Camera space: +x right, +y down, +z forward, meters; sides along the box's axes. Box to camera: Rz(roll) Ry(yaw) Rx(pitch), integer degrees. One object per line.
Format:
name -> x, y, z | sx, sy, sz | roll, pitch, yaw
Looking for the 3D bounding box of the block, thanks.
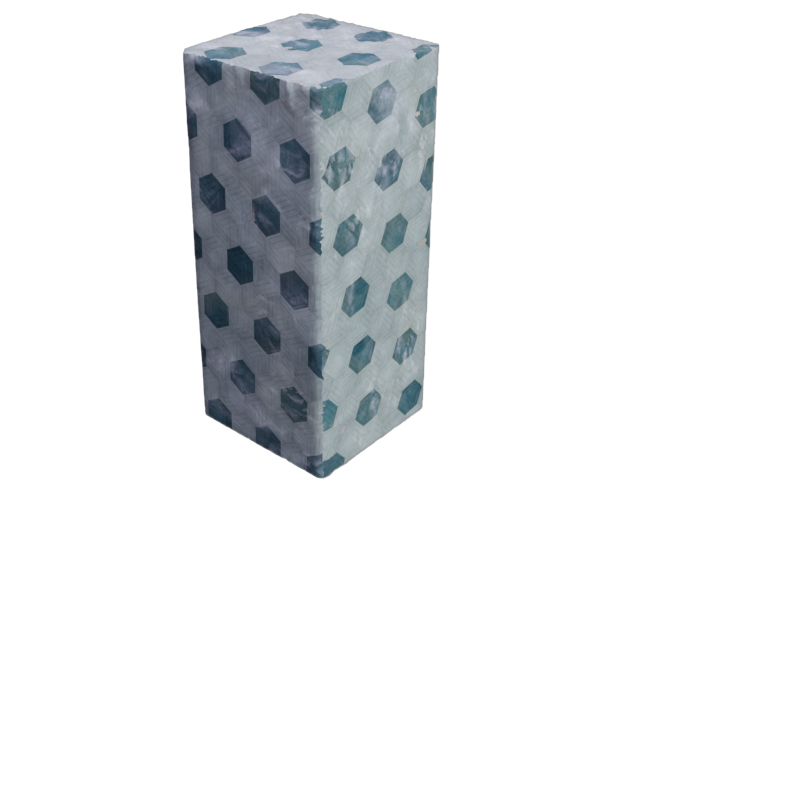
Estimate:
block -> -0.045, -0.080, 0.564 | 0.096, 0.194, 0.090 | 23, 36, 33
